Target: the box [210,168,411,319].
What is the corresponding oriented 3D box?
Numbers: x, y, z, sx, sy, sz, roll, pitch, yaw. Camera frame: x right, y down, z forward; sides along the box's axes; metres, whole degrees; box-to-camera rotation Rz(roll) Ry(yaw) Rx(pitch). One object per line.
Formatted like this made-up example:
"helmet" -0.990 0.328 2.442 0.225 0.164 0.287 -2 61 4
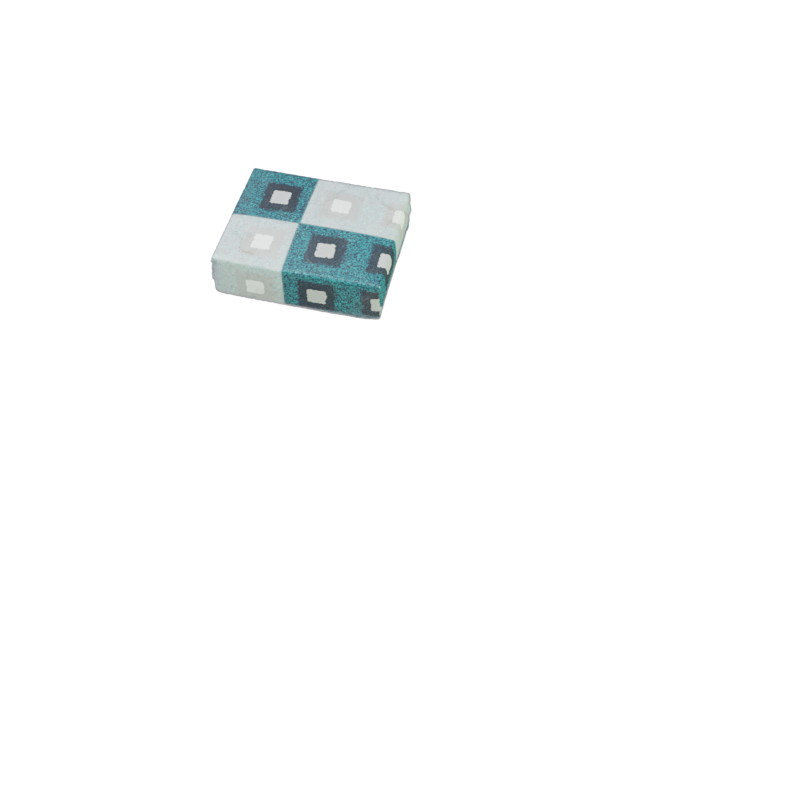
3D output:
"box" -0.057 -0.104 0.727 0.115 0.095 0.036 11 -39 9
